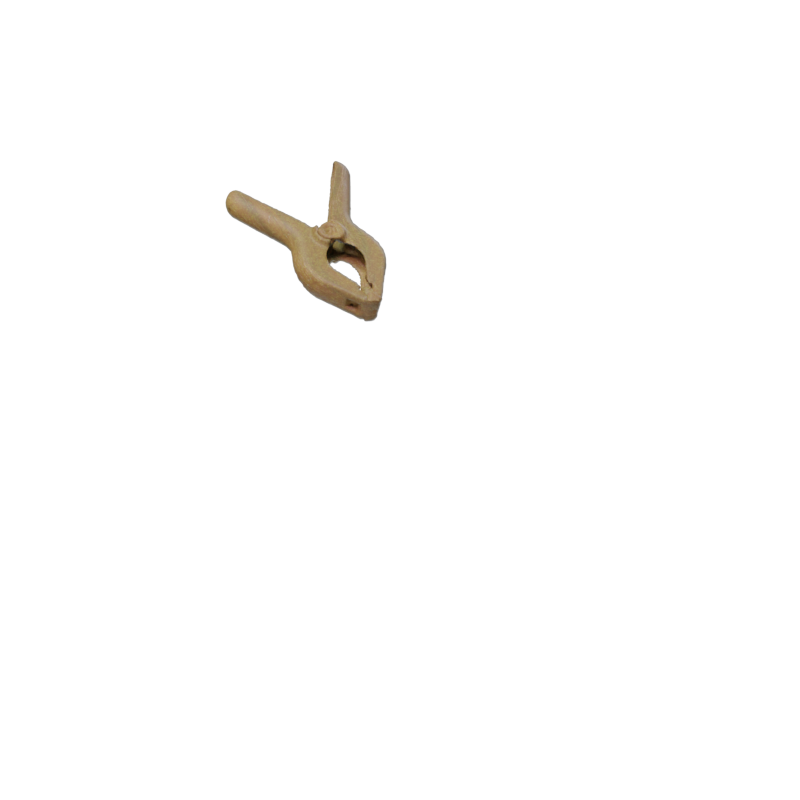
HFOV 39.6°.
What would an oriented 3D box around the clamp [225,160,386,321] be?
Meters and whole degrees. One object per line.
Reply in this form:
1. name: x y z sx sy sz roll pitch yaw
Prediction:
1. clamp: -0.075 -0.136 0.952 0.119 0.185 0.036 -16 -38 -14
